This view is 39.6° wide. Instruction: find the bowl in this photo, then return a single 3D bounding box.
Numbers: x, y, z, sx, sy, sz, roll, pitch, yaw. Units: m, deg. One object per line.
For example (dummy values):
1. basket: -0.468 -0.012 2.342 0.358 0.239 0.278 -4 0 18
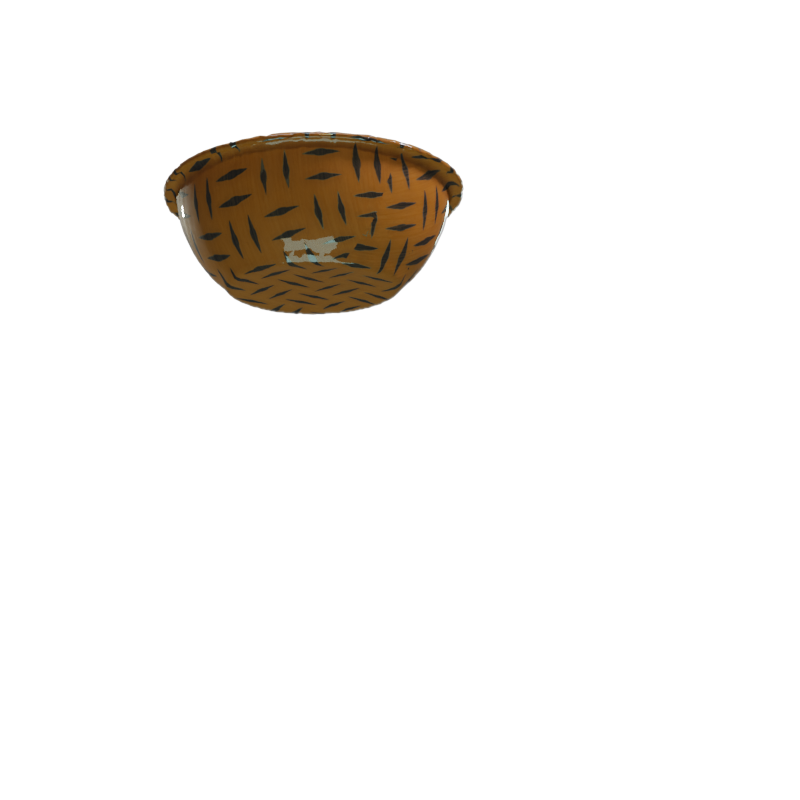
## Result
1. bowl: -0.046 -0.084 0.591 0.162 0.057 0.156 0 -13 -2
